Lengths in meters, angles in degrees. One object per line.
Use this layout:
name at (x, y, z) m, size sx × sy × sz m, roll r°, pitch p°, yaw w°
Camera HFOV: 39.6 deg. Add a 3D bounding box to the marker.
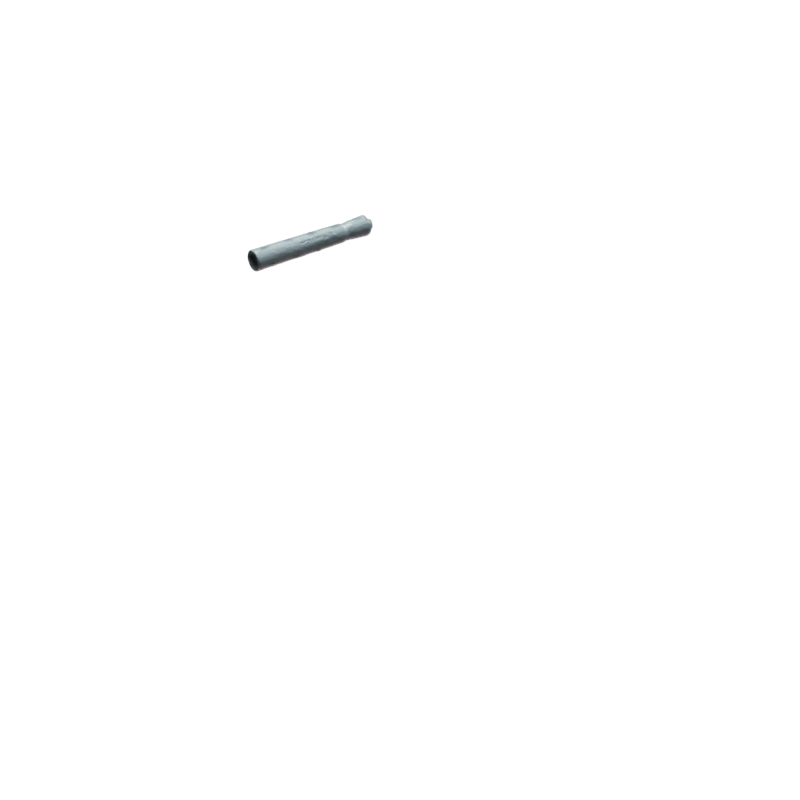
marker at (-0.074, -0.136, 0.951) m, size 0.120 × 0.019 × 0.020 m, roll -23°, pitch 15°, yaw -29°
